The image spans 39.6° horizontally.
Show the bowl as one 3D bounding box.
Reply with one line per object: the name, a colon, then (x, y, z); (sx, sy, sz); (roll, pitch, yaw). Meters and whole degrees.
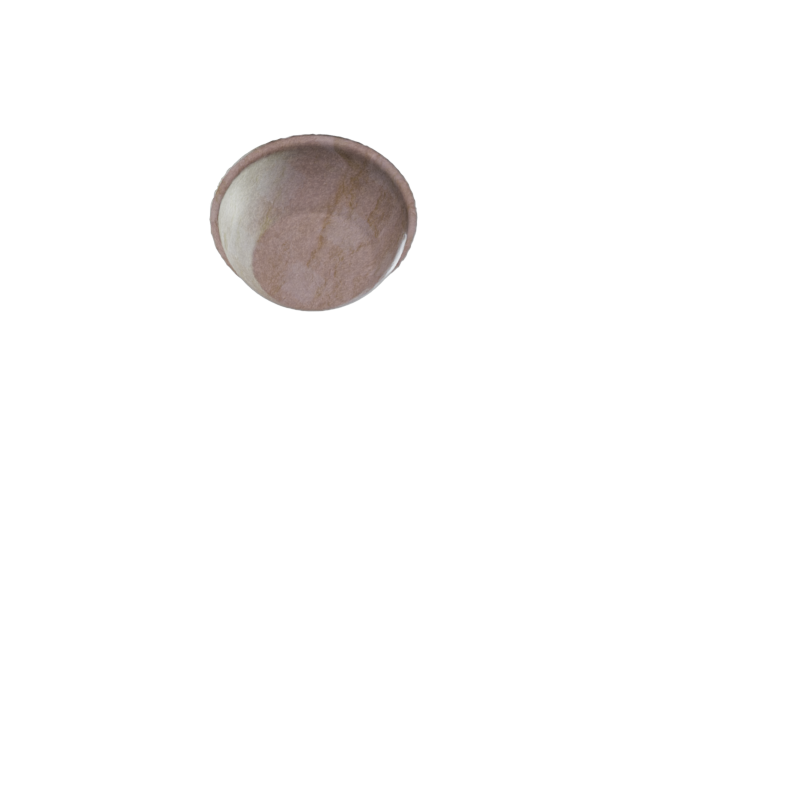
bowl: (-0.066, -0.120, 0.842); (0.162, 0.151, 0.059); (1, 40, -1)
